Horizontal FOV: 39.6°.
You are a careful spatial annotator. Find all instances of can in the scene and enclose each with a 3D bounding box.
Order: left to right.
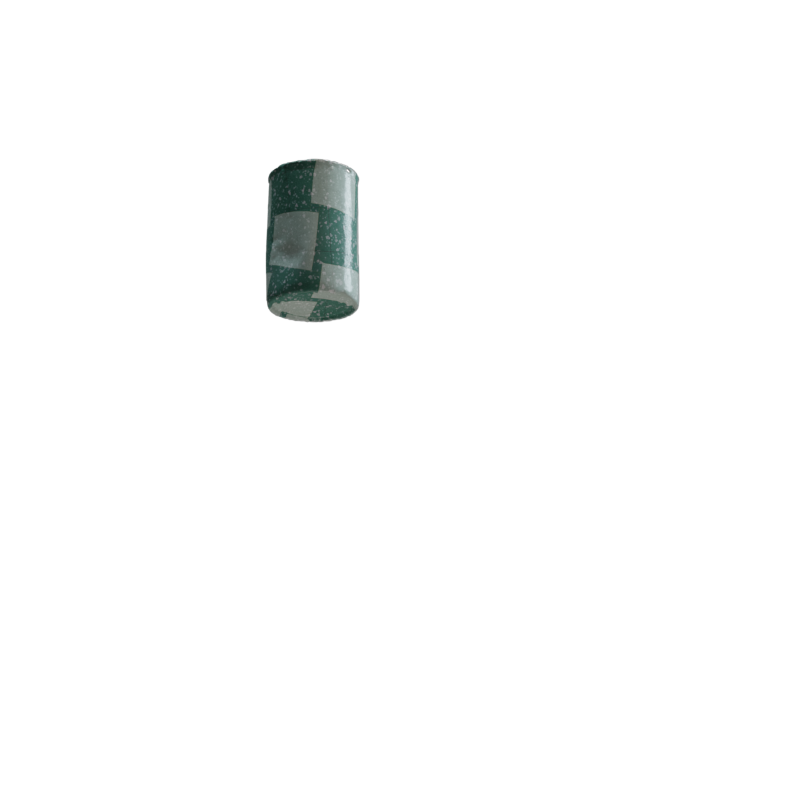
[{"bbox_3d":[-0.063,-0.115,0.806,0.068,0.107,0.065,0,-20,-2],"label":"can"}]
